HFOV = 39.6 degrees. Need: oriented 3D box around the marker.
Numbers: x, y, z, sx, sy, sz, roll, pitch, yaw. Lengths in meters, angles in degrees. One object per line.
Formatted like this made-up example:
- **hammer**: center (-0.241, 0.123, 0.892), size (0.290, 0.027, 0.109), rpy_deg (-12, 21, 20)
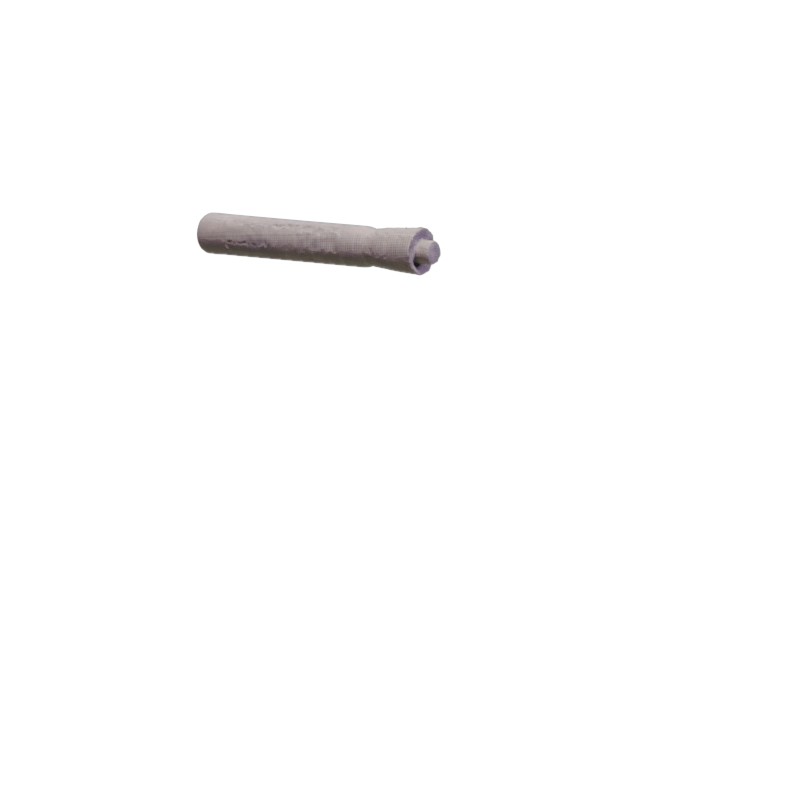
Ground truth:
- **marker**: center (-0.036, -0.066, 0.465), size (0.127, 0.019, 0.019), rpy_deg (11, 10, 37)
